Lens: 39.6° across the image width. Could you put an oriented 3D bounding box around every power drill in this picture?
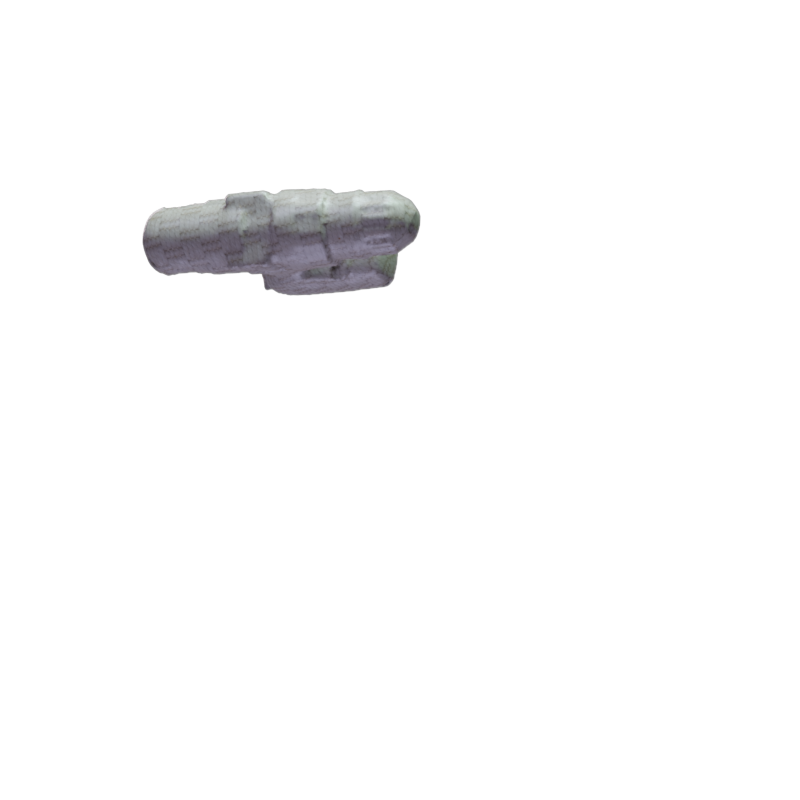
[{"bbox_3d":[-0.060,-0.110,0.772,0.188,0.058,0.182,0,-1,17],"label":"power drill"}]
